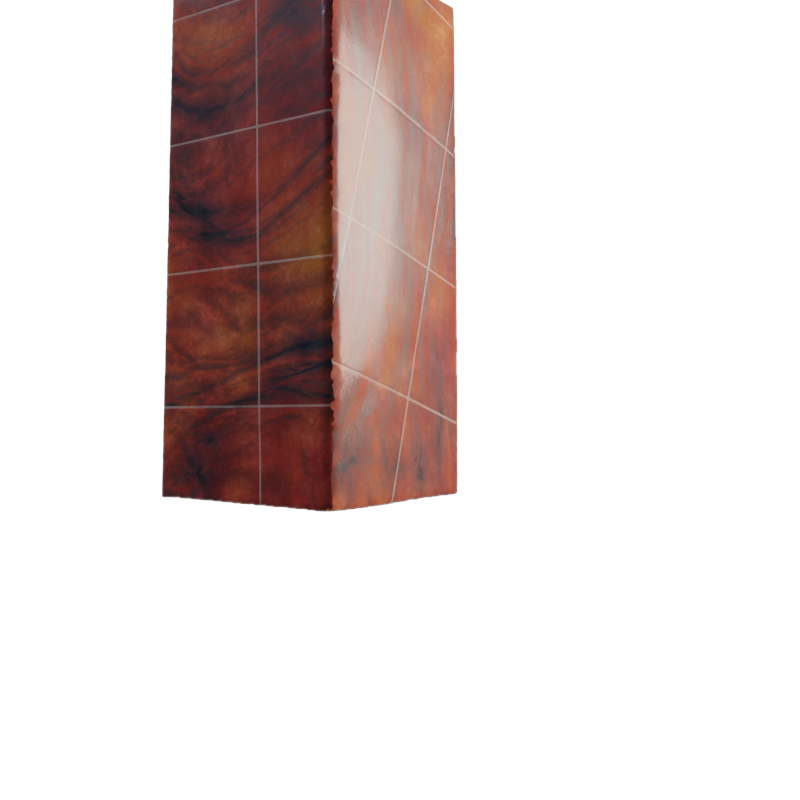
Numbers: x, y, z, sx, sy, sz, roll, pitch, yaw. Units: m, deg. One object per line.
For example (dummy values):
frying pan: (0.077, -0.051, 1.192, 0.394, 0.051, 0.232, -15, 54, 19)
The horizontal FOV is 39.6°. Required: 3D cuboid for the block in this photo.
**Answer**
block: (-0.035, -0.066, 0.461, 0.093, 0.210, 0.086, -5, -7, 37)
